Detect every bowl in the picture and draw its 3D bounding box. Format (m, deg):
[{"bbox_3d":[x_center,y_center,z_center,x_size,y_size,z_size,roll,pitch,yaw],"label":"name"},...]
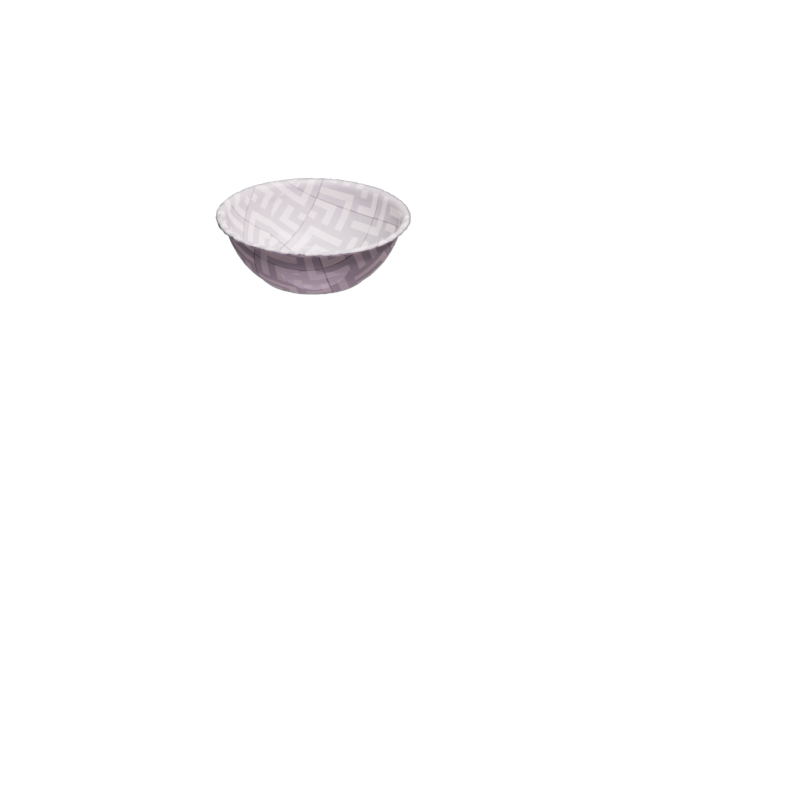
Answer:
[{"bbox_3d":[-0.073,-0.132,0.928,0.162,0.052,0.172,-1,30,-2],"label":"bowl"}]
